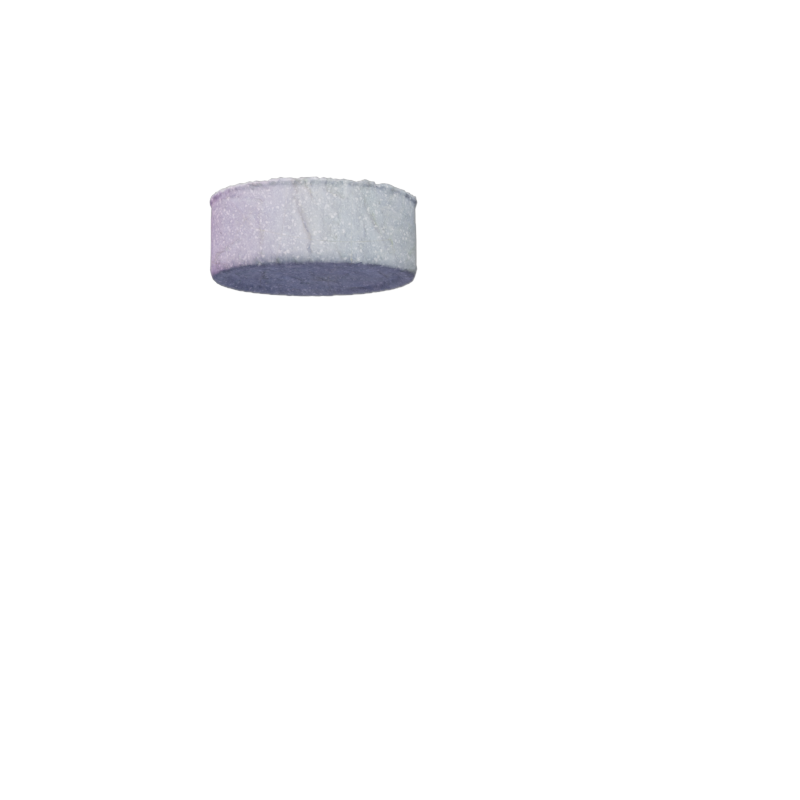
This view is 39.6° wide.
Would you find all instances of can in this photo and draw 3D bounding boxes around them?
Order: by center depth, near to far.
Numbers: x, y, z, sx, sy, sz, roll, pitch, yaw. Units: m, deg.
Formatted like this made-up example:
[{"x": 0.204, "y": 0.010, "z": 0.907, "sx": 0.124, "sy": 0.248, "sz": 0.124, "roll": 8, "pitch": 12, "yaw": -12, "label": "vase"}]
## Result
[{"x": -0.036, "y": -0.065, "z": 0.455, "sx": 0.086, "sy": 0.034, "sz": 0.084, "roll": 0, "pitch": -5, "yaw": -2, "label": "can"}]
